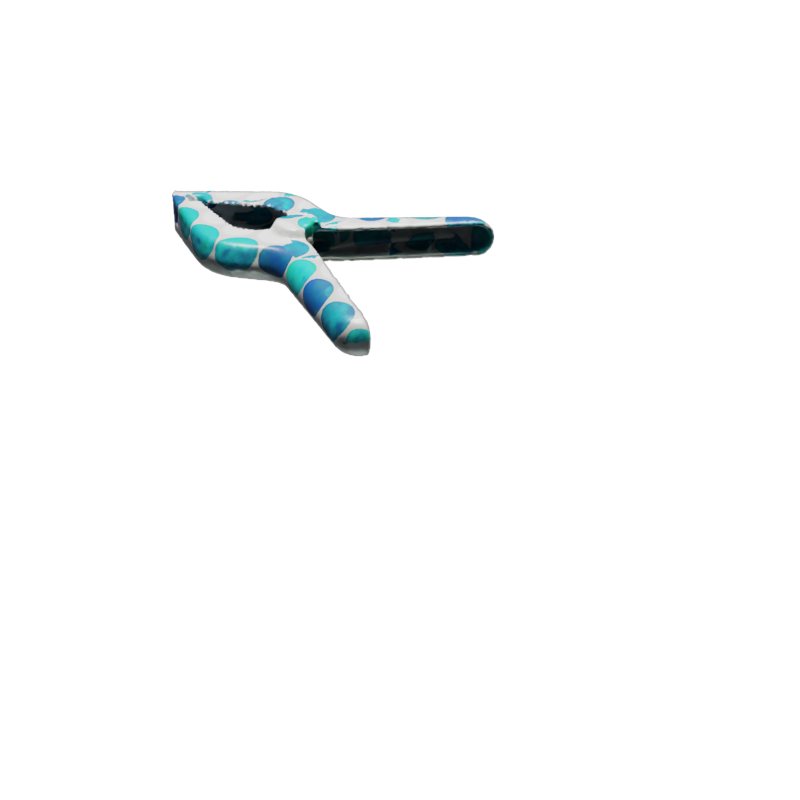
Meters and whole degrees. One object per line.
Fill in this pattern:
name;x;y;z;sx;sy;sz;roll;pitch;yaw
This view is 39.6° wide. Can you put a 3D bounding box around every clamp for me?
clamp;-0.056;-0.102;0.714;0.223;0.034;0.165;24;39;33
